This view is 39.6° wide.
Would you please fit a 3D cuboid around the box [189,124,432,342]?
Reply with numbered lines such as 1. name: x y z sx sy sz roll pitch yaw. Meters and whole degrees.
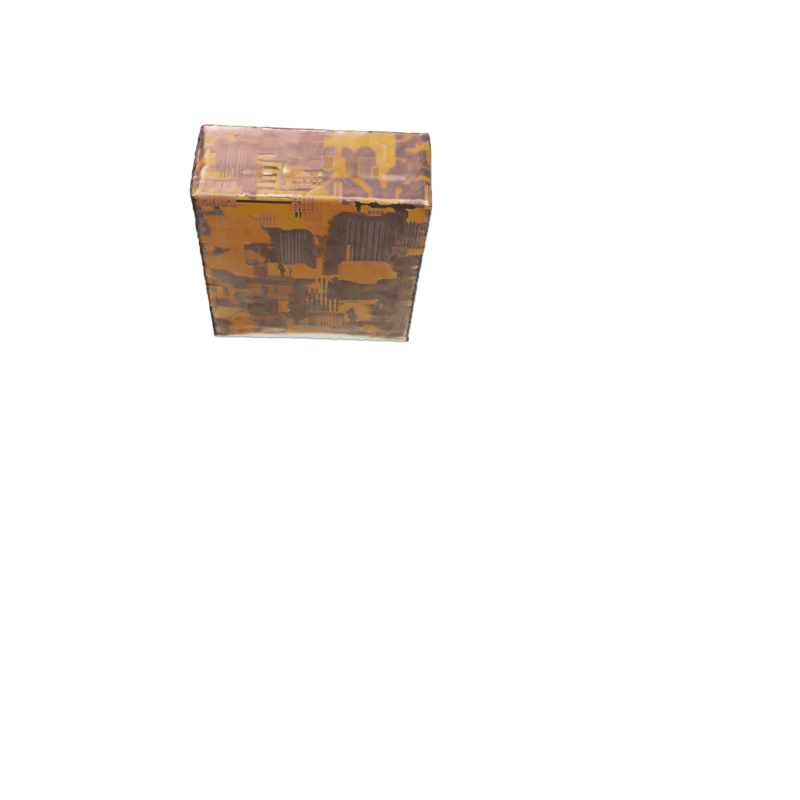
1. box: -0.066 -0.120 0.842 0.164 0.076 0.202 3 -26 -1
